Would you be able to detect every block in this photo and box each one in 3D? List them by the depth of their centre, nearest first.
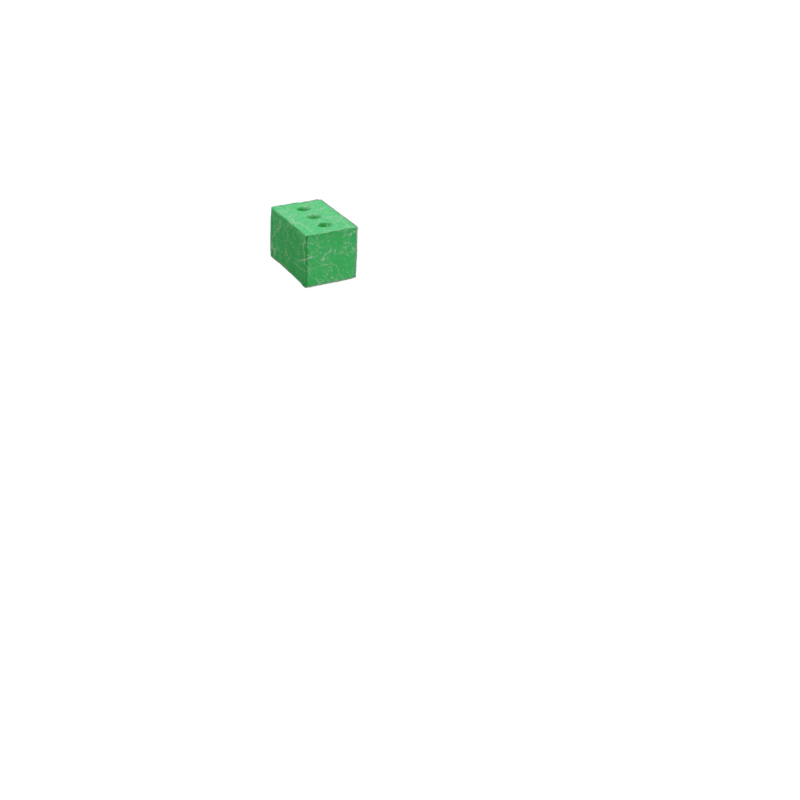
[{"bbox_3d":[-0.078,-0.142,0.994,0.052,0.048,0.084,-13,31,-25],"label":"block"}]
